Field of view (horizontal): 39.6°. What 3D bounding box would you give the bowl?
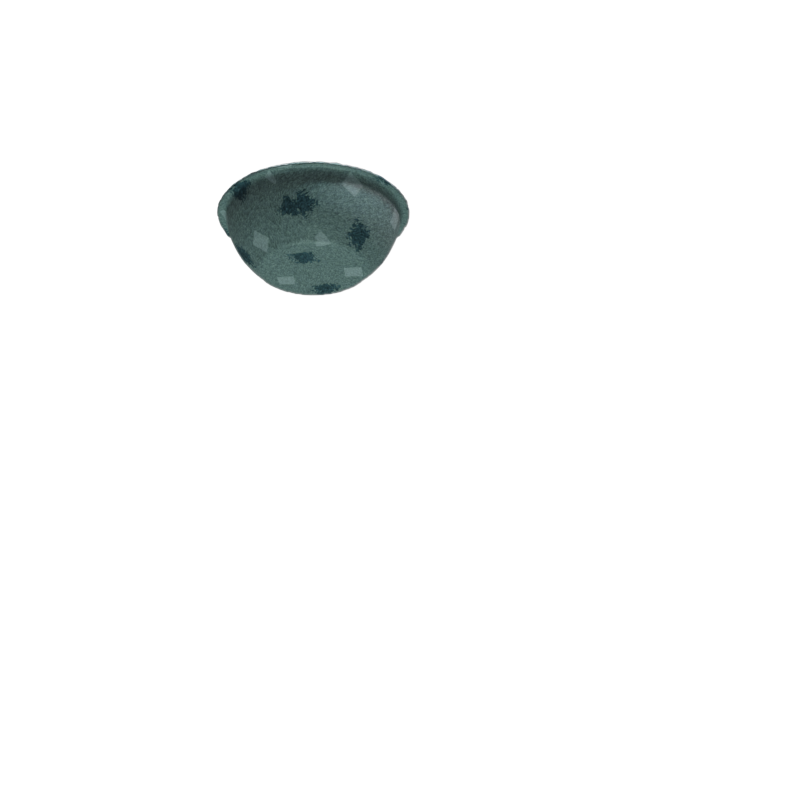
[{"bbox_3d":[-0.072,-0.132,0.922,0.162,0.058,0.153,1,-24,-2],"label":"bowl"}]
